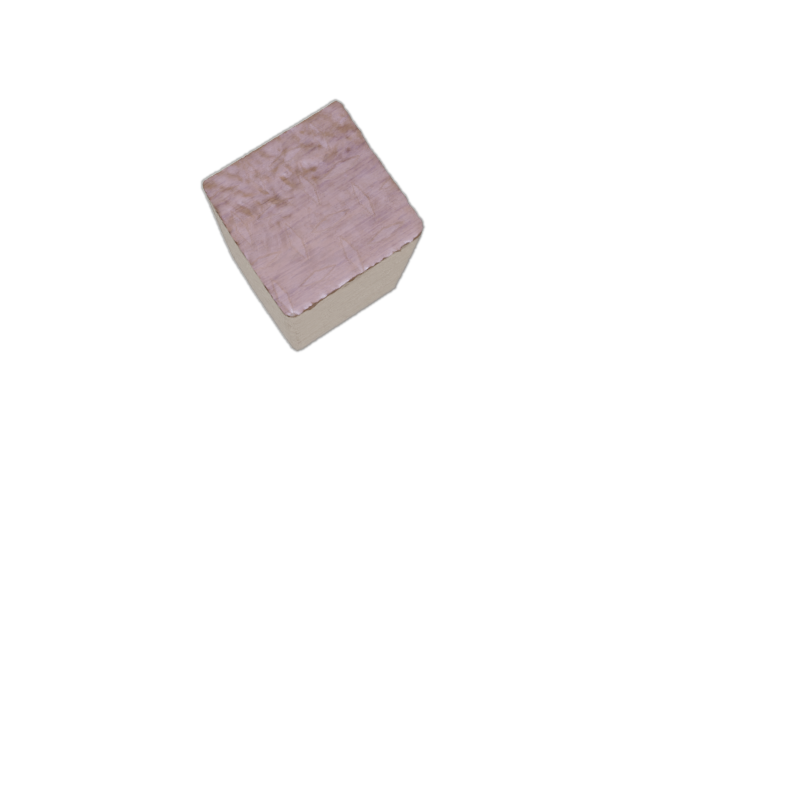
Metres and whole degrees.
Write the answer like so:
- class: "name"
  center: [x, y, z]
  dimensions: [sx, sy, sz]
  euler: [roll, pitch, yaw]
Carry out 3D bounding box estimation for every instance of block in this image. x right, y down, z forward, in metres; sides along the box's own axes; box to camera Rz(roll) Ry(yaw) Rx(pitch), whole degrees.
- class: "block"
  center: [-0.054, -0.098, 0.688]
  dimensions: [0.091, 0.092, 0.203]
  euler: [-33, -2, -5]
